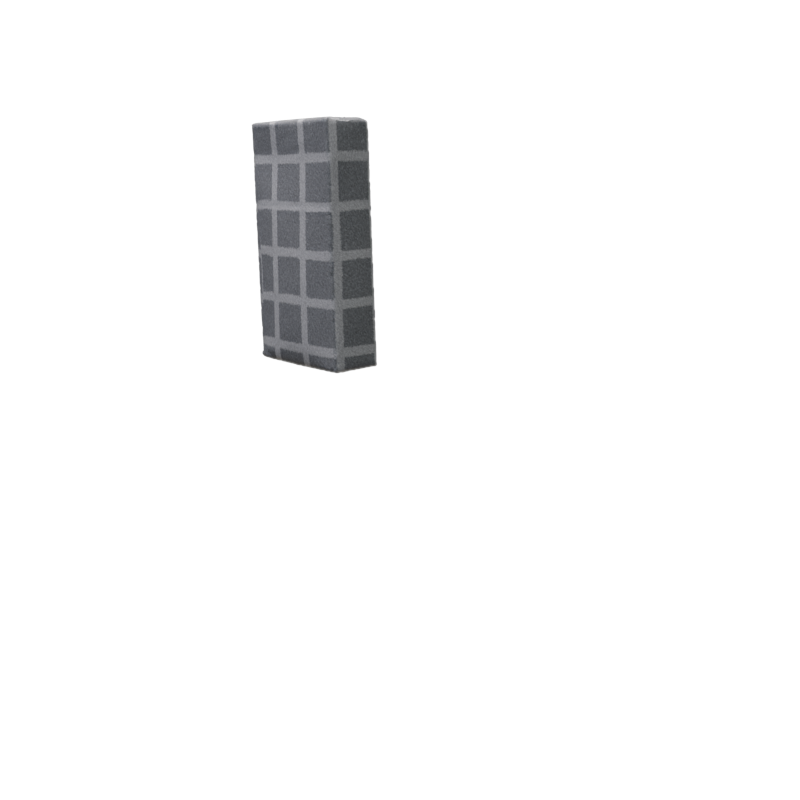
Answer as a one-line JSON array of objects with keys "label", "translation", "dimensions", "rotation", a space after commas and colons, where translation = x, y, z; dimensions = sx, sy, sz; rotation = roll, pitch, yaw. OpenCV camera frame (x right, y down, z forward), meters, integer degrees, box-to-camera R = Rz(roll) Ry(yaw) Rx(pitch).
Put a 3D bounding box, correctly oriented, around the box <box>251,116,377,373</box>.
[{"label": "box", "translation": [-0.062, -0.114, 0.799], "dimensions": [0.046, 0.175, 0.098], "rotation": [-3, 6, -40]}]
